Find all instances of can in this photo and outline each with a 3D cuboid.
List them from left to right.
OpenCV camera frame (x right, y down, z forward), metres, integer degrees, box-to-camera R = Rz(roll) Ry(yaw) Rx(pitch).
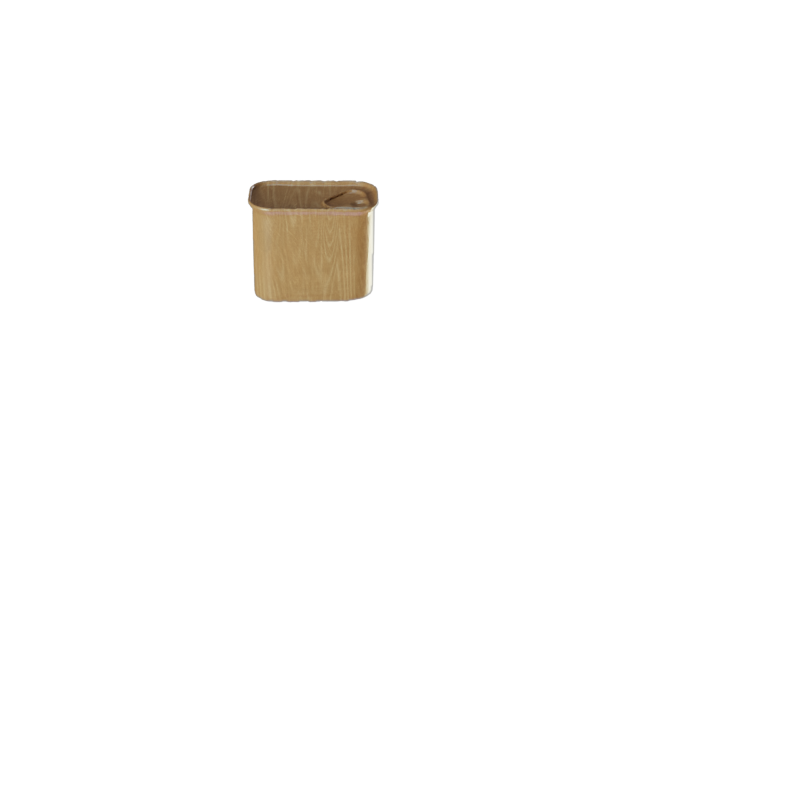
[{"bbox_3d":[-0.069,-0.127,0.886,0.102,0.079,0.061,0,29,-1],"label":"can"}]
